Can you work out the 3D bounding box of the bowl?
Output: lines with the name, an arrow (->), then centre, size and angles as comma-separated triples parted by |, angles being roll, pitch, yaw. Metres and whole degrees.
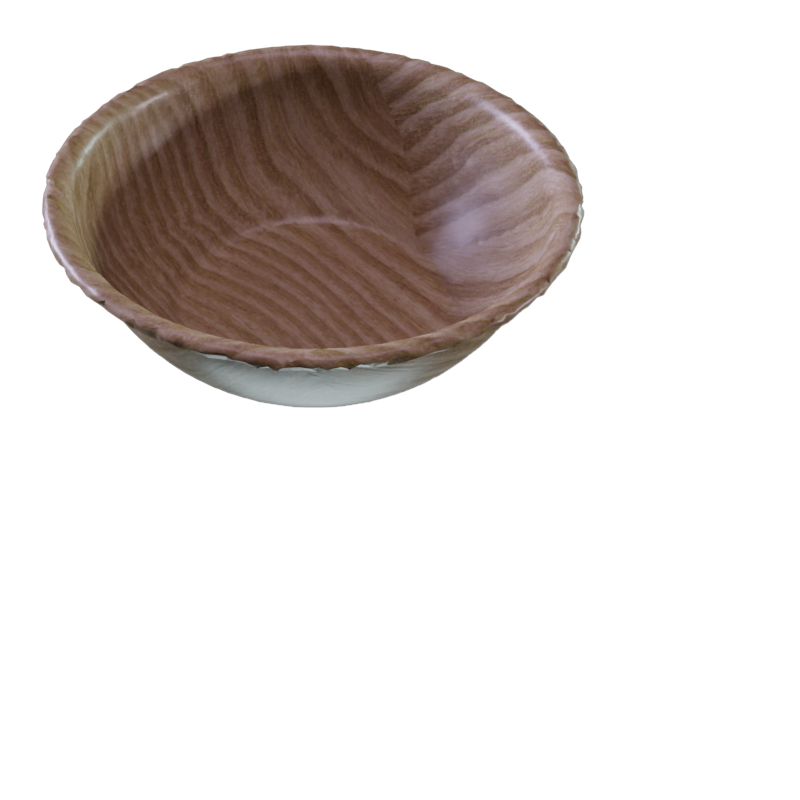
bowl -> -0.028, -0.050, 0.351 | 0.162, 0.051, 0.174 | -1, 44, -1
